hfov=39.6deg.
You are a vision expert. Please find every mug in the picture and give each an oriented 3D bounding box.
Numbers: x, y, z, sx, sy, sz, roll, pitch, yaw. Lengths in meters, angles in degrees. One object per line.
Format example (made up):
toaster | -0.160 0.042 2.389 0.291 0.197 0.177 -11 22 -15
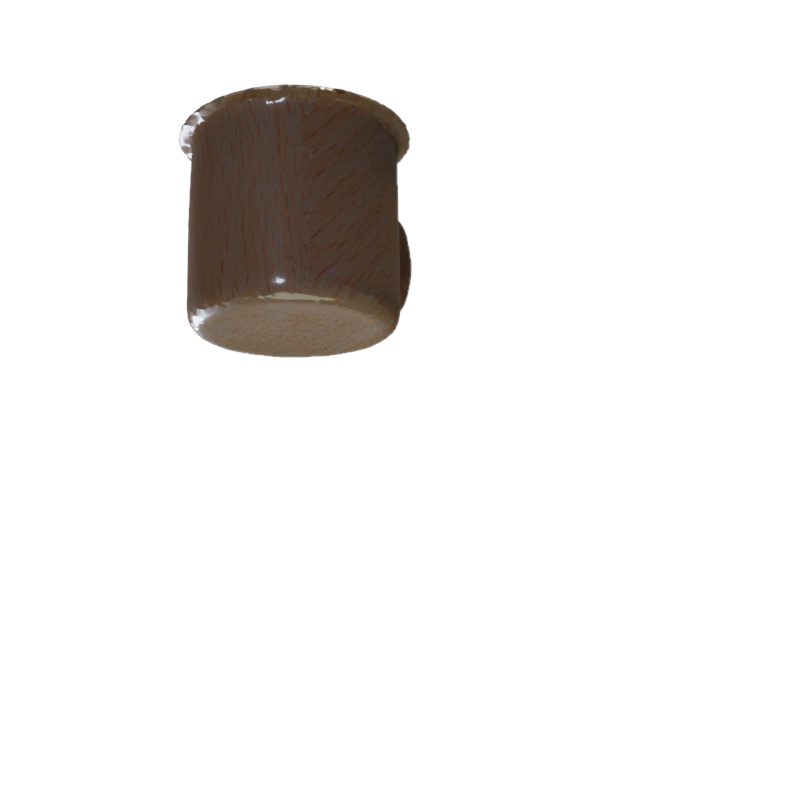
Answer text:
mug | -0.035 -0.063 0.443 0.095 0.085 0.110 -13 -21 34
